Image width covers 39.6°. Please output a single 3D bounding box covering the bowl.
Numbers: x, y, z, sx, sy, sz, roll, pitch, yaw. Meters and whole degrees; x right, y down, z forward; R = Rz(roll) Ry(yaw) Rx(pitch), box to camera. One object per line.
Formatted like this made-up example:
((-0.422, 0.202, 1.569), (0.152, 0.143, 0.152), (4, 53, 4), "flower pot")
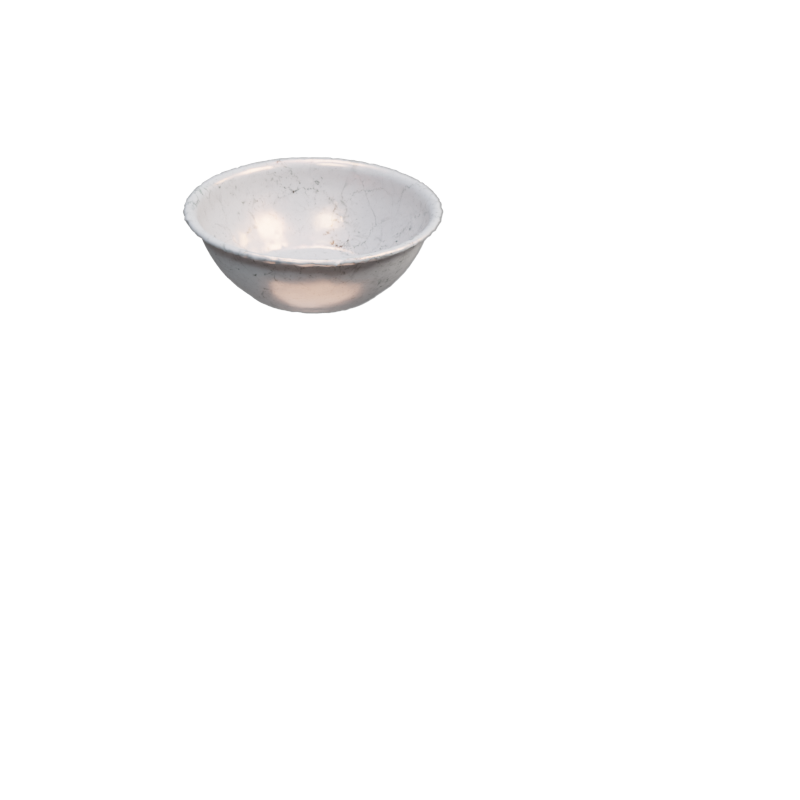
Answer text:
((-0.055, -0.101, 0.704), (0.162, 0.052, 0.172), (-1, 32, -2), "bowl")
